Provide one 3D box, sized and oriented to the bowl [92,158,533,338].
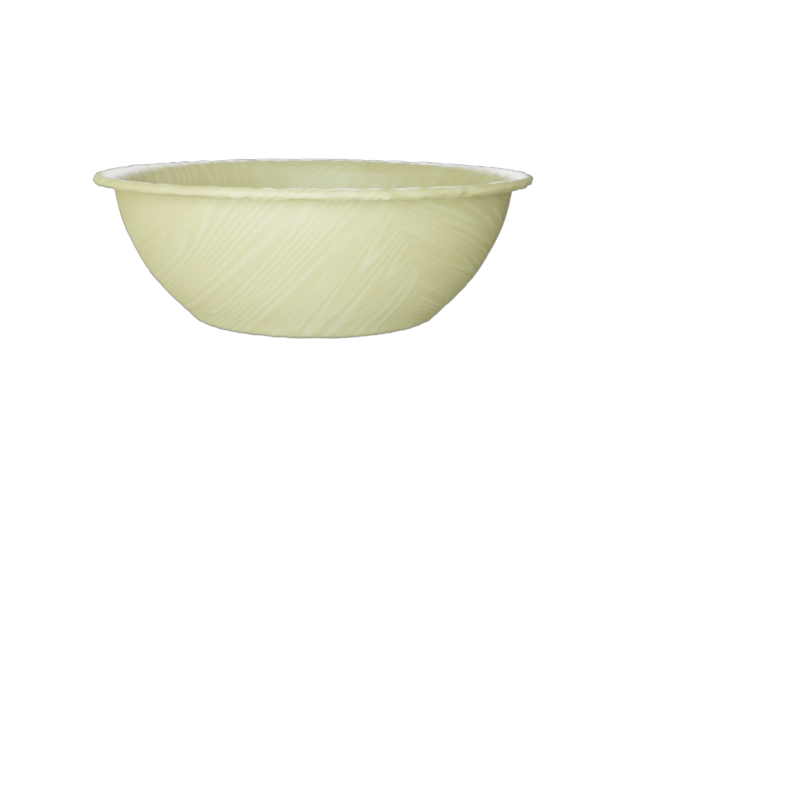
[{"bbox_3d":[-0.033,-0.060,0.418,0.162,0.054,0.167,0,15,-2],"label":"bowl"}]
